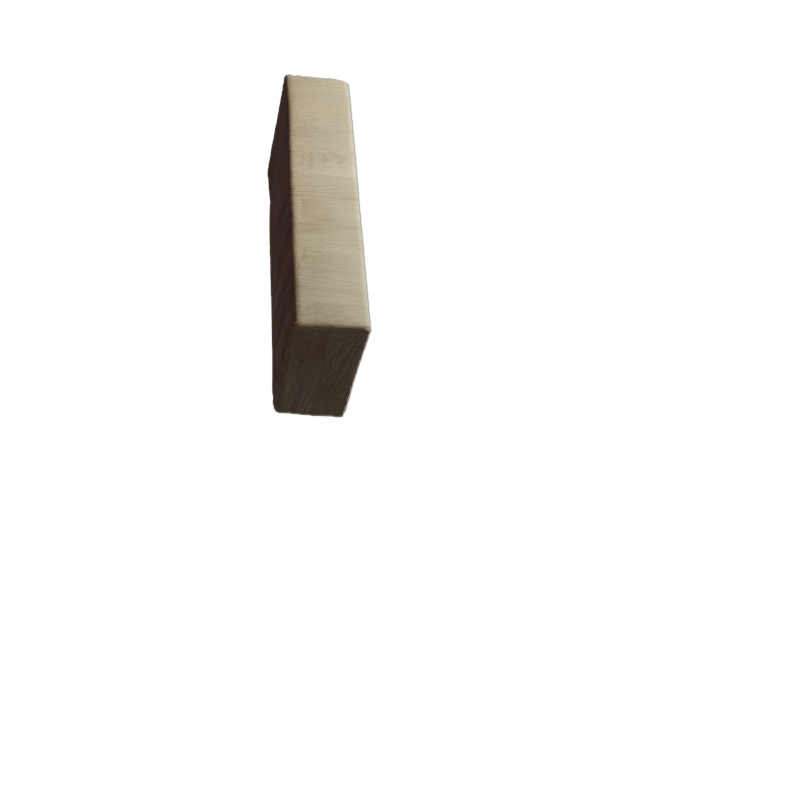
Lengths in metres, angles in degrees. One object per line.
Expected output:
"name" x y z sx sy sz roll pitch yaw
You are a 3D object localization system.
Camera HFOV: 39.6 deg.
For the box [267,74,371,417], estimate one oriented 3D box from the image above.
"box" -0.049 -0.089 0.626 0.047 0.189 0.088 5 -35 -11
